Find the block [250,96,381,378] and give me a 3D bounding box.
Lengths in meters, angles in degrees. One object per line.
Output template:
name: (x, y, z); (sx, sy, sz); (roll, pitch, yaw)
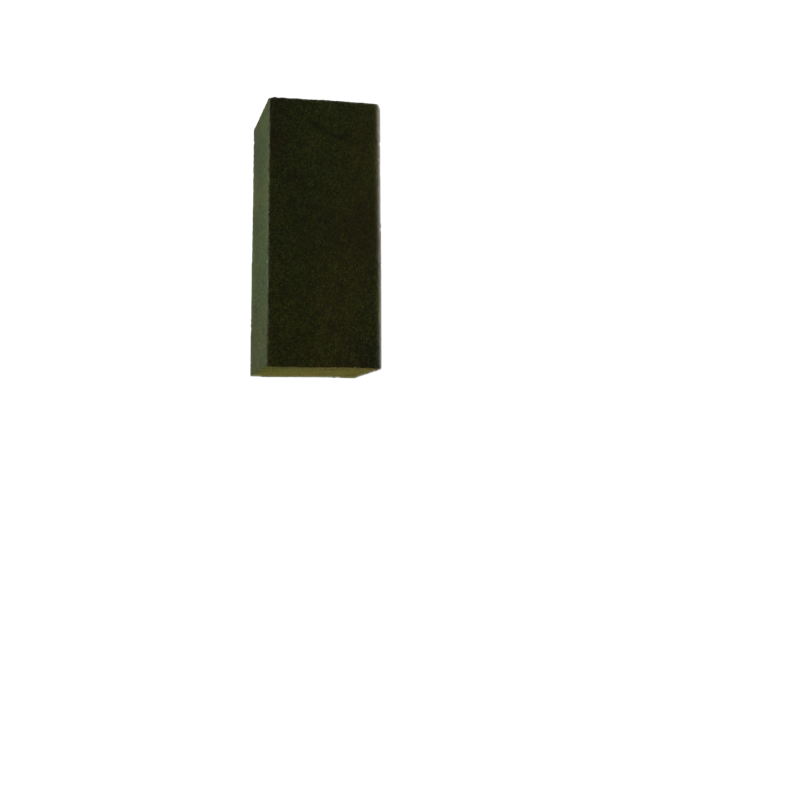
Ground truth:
block: (-0.068, -0.125, 0.874); (0.089, 0.212, 0.090); (2, -10, -14)
